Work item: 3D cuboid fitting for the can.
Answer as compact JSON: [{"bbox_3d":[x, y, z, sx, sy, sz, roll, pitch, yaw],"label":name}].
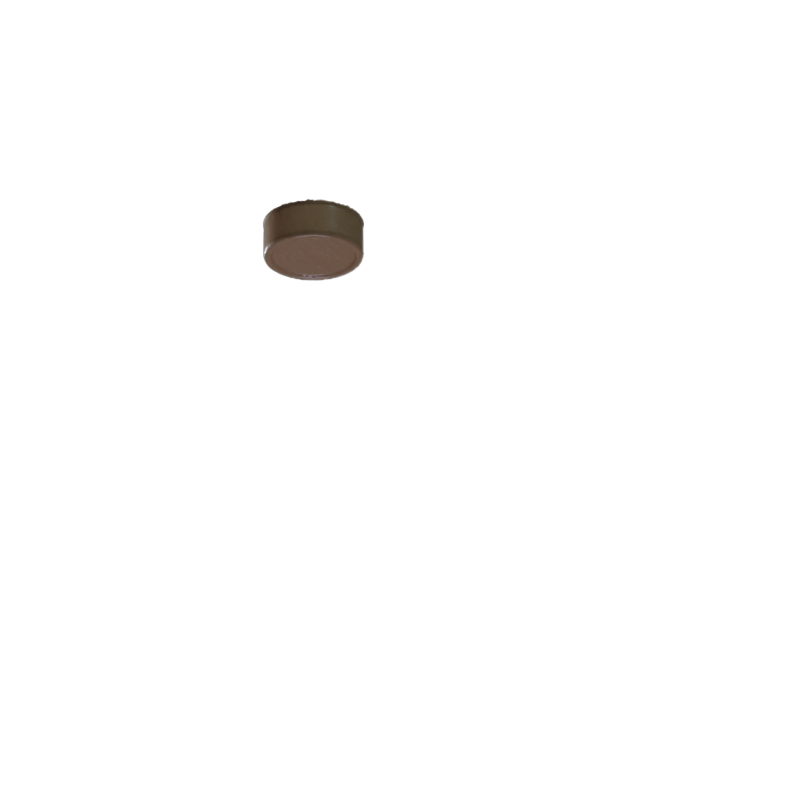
[{"bbox_3d":[-0.073,-0.133,0.932,0.086,0.035,0.081,0,-22,-2],"label":"can"}]
